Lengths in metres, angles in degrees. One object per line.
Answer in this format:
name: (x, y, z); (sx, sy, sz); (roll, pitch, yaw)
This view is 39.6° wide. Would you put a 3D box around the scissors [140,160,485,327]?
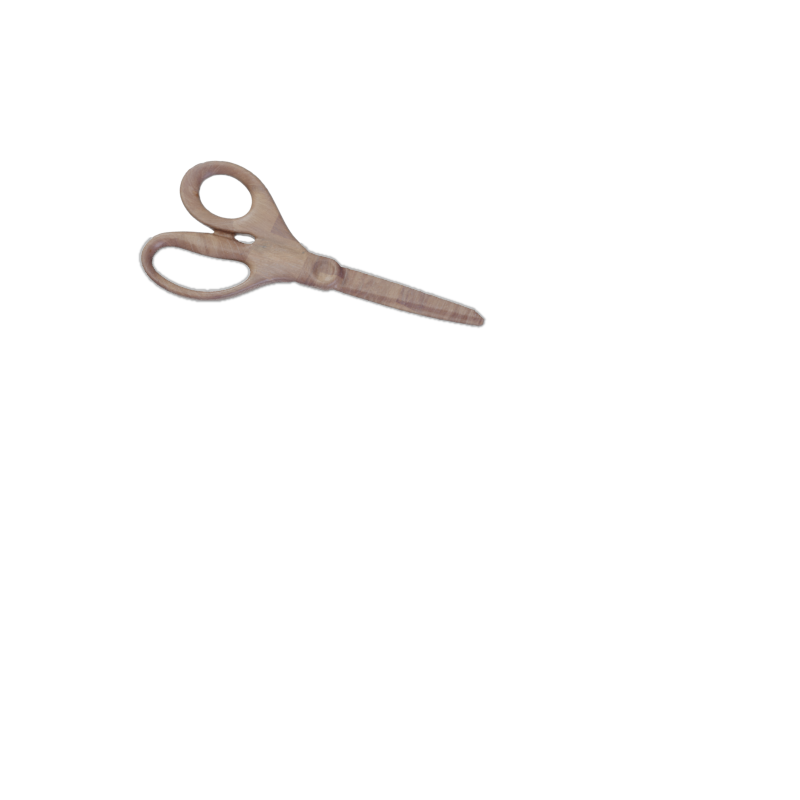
scissors: (-0.051, -0.094, 0.657); (0.202, 0.100, 0.015); (2, -18, 1)
